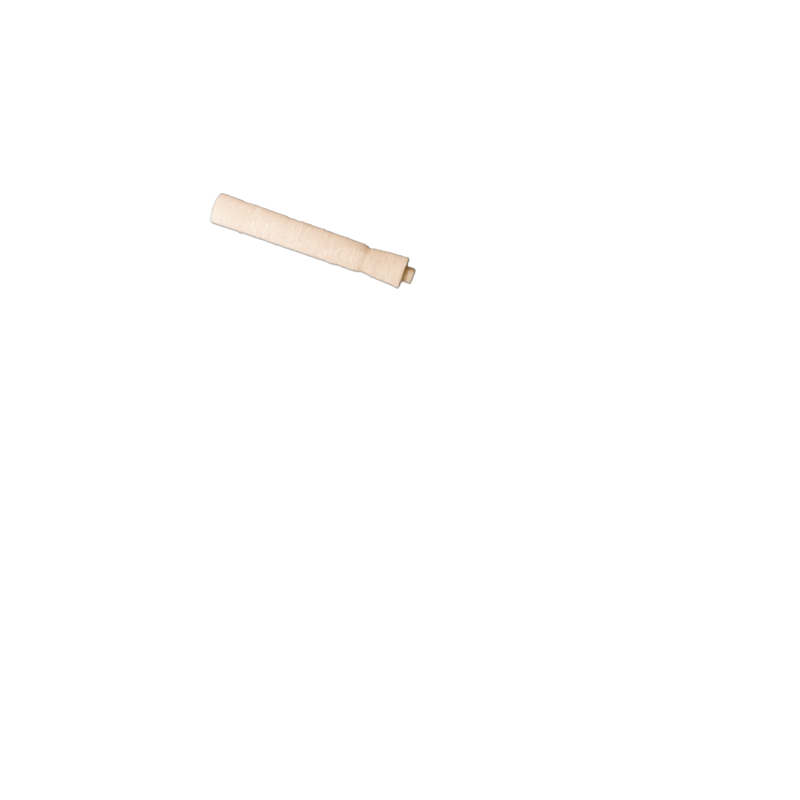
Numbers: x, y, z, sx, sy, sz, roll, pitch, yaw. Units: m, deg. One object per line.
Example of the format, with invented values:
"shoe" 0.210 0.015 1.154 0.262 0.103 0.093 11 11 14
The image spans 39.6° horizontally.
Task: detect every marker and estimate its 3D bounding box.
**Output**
"marker" -0.050 -0.091 0.634 0.123 0.020 0.020 20 6 8
